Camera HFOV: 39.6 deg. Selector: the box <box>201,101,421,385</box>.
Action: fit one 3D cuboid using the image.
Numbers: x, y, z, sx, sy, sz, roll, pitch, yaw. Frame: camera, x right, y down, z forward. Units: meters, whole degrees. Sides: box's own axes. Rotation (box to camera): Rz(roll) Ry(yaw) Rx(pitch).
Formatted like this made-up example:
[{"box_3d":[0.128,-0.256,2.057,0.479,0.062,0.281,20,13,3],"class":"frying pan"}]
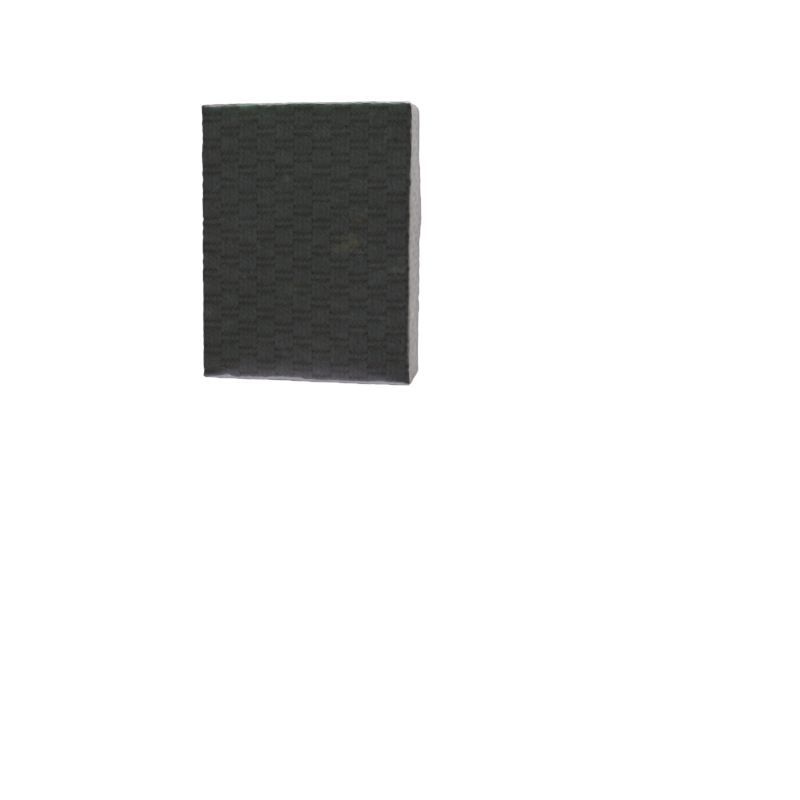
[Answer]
[{"box_3d":[-0.068,-0.124,0.869,0.166,0.212,0.071,1,4,11],"class":"box"}]
